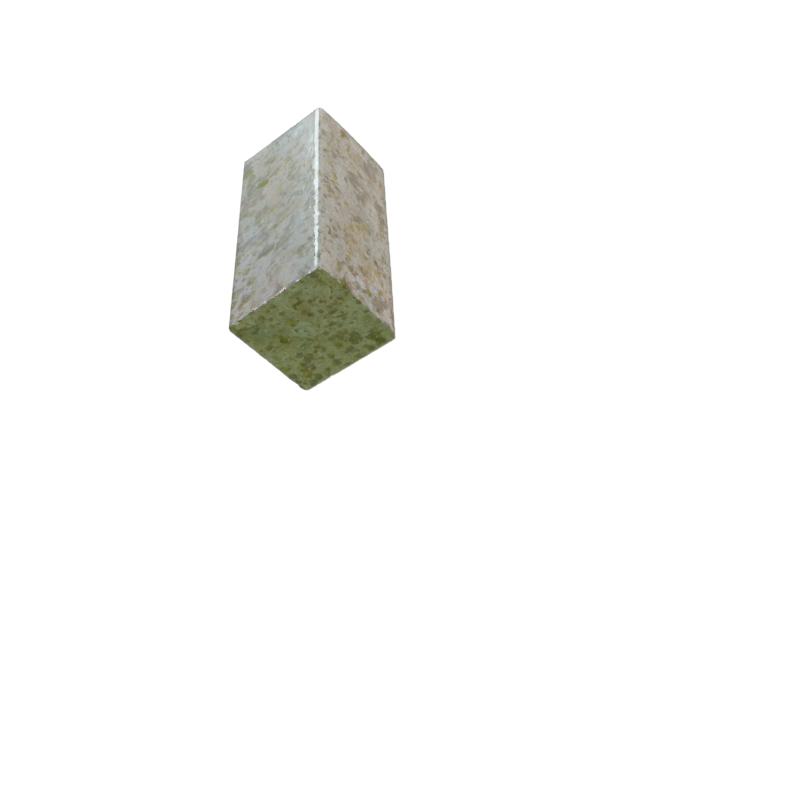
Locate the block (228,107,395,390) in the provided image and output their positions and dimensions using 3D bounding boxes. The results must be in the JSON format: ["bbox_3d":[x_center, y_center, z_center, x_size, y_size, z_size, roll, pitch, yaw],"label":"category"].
[{"bbox_3d":[-0.068,-0.125,0.874,0.090,0.221,0.084,-32,-52,24],"label":"block"}]
